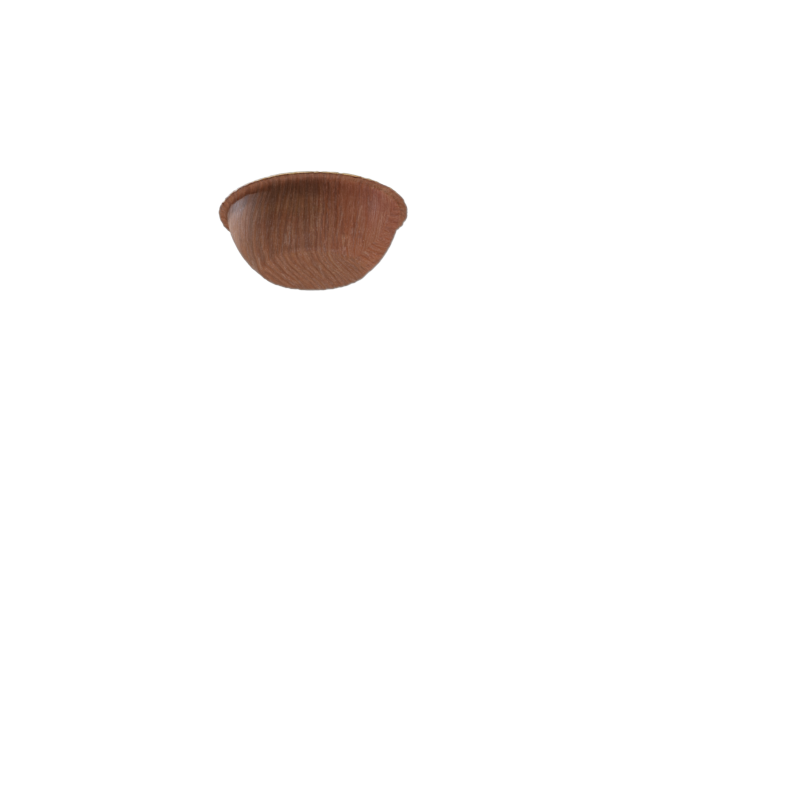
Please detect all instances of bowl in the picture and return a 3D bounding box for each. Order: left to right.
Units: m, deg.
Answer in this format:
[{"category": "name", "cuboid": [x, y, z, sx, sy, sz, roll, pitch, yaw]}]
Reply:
[{"category": "bowl", "cuboid": [-0.074, -0.134, 0.940, 0.162, 0.058, 0.155, 0, -17, -2]}]
